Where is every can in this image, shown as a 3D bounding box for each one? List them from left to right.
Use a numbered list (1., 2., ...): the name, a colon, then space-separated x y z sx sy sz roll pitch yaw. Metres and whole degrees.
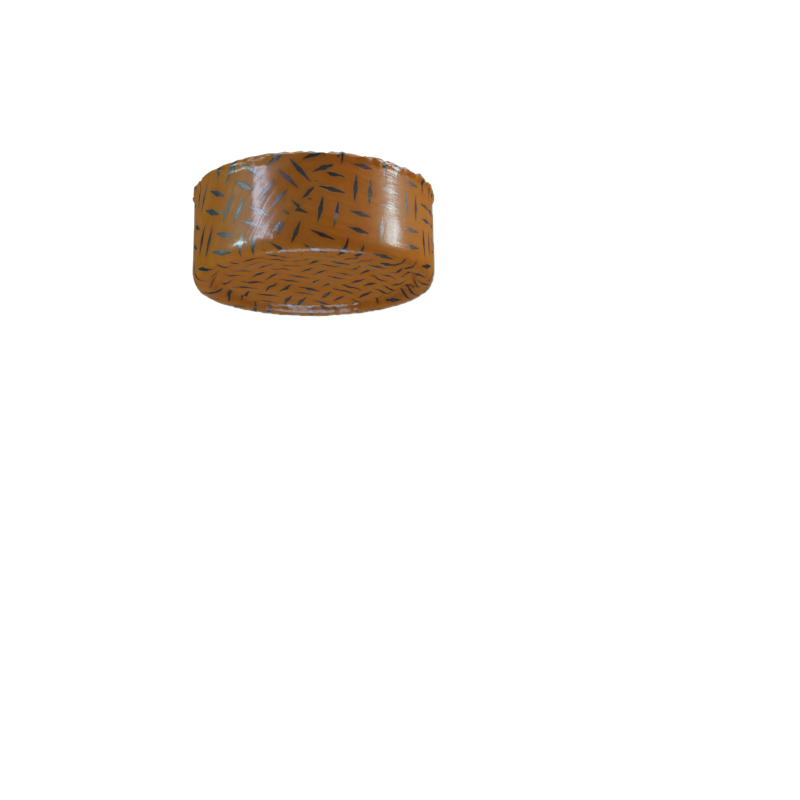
1. can: -0.031 -0.056 0.390 0.086 0.035 0.083 0 -12 -2
